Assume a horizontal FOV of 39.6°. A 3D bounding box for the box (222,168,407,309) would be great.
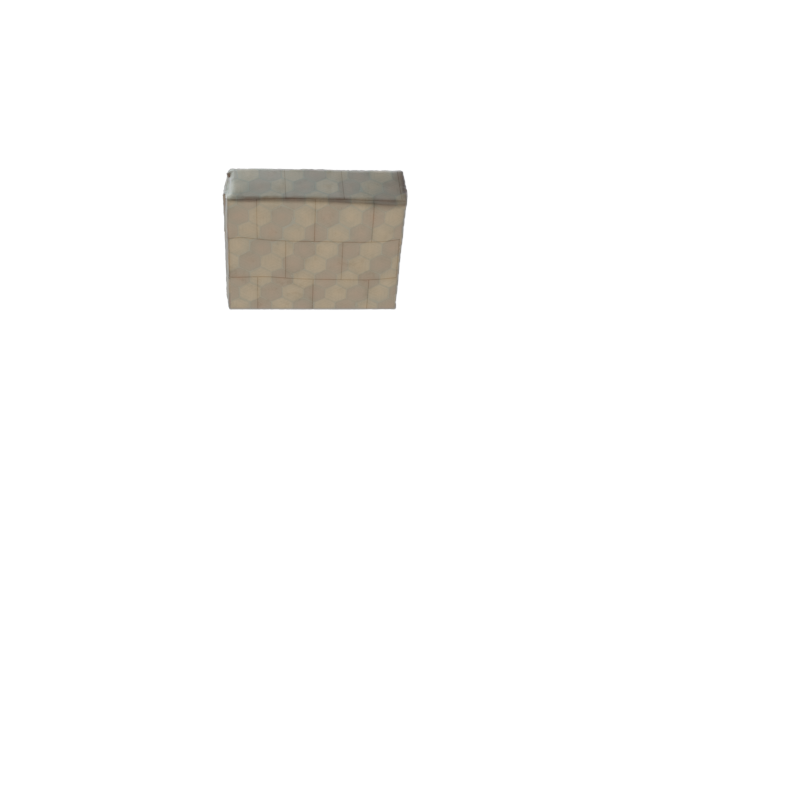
[{"bbox_3d":[-0.055,-0.101,0.706,0.113,0.084,0.042,2,43,-3],"label":"box"}]
